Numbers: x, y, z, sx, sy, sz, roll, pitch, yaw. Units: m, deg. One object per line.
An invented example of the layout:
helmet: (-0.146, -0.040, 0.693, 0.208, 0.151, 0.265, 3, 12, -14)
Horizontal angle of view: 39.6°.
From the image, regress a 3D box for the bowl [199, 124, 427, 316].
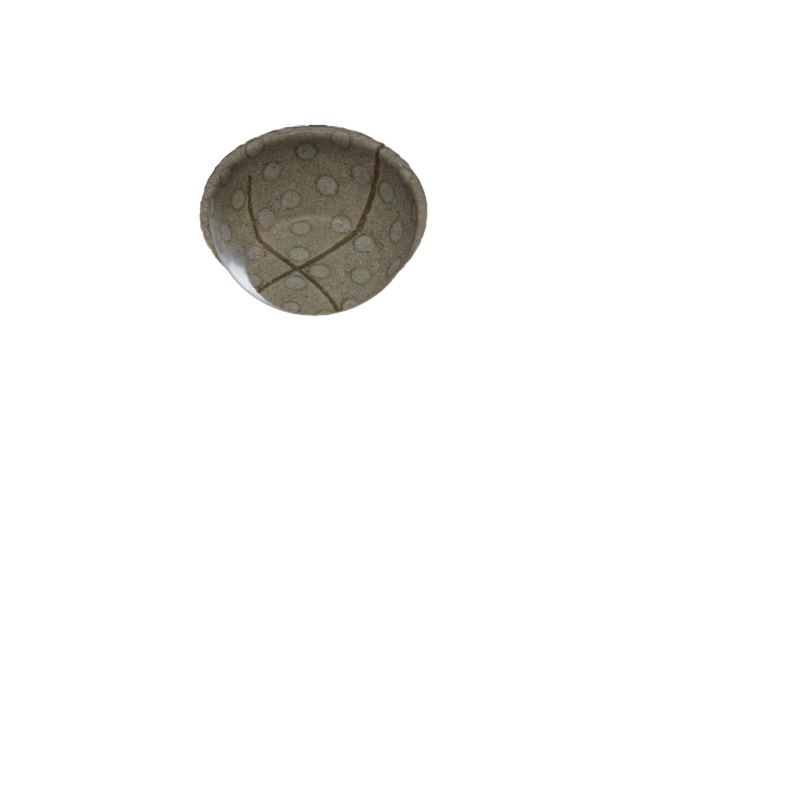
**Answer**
bowl: (-0.060, -0.109, 0.766, 0.162, 0.151, 0.059, 1, 45, -1)
